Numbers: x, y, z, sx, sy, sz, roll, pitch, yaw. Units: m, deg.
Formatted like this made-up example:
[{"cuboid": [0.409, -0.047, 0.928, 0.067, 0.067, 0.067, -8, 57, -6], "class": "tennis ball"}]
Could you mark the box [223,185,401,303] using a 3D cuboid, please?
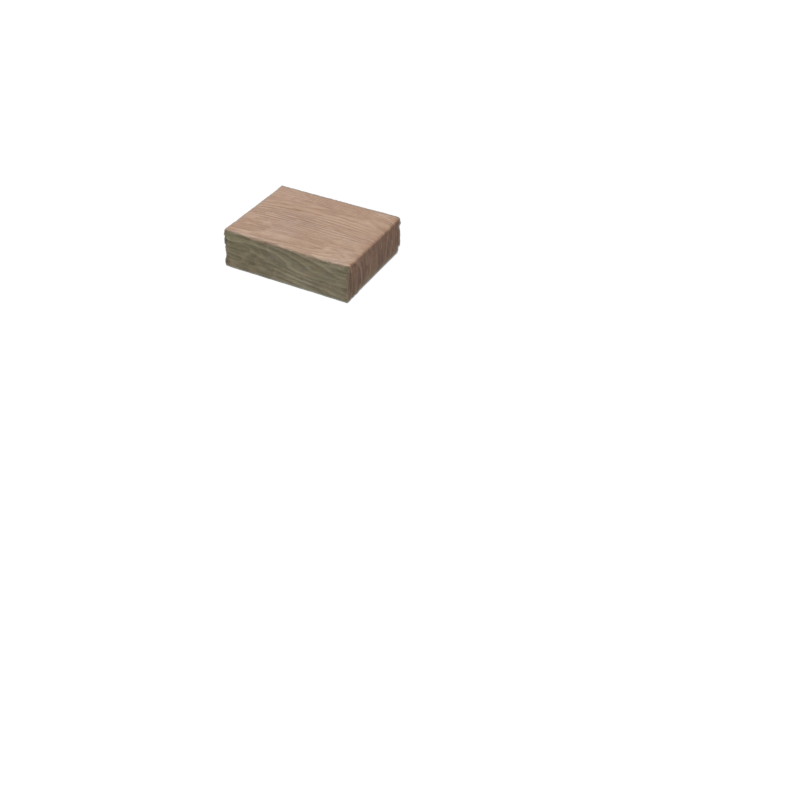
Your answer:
[{"cuboid": [-0.068, -0.125, 0.873, 0.118, 0.037, 0.092, 16, 36, 22], "class": "box"}]
